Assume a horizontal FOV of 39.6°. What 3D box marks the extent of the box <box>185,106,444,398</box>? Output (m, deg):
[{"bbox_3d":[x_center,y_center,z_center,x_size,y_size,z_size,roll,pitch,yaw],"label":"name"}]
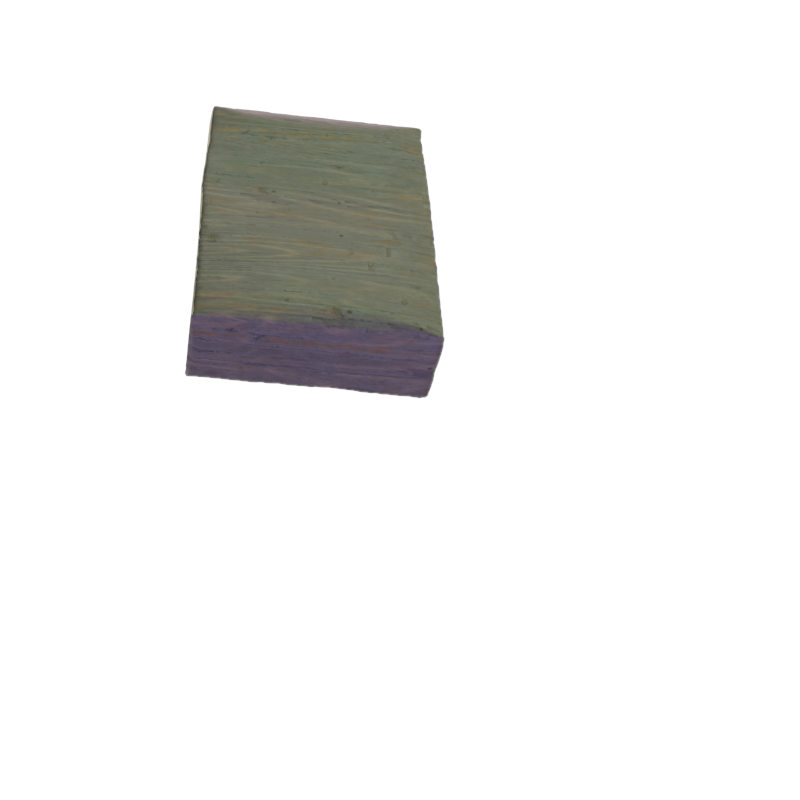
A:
[{"bbox_3d":[-0.061,-0.111,0.781,0.162,0.230,0.068,4,-42,-8],"label":"box"}]
